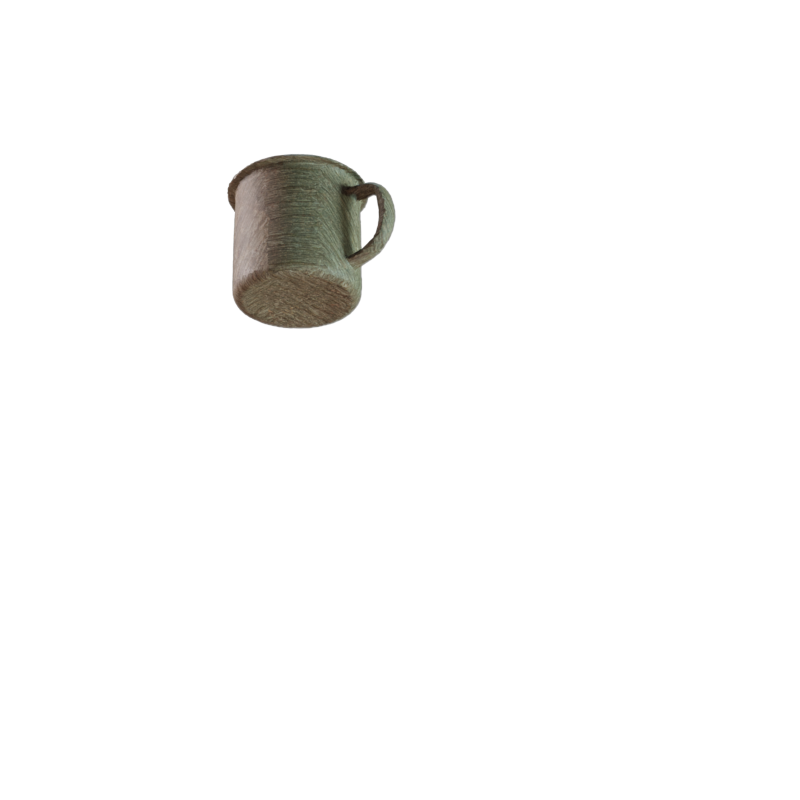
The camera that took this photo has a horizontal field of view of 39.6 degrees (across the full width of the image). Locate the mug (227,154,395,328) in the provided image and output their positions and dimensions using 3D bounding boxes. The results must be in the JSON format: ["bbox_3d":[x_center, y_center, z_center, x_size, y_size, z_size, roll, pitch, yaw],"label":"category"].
[{"bbox_3d":[-0.055,-0.101,0.705,0.119,0.087,0.086,-15,-30,25],"label":"mug"}]
